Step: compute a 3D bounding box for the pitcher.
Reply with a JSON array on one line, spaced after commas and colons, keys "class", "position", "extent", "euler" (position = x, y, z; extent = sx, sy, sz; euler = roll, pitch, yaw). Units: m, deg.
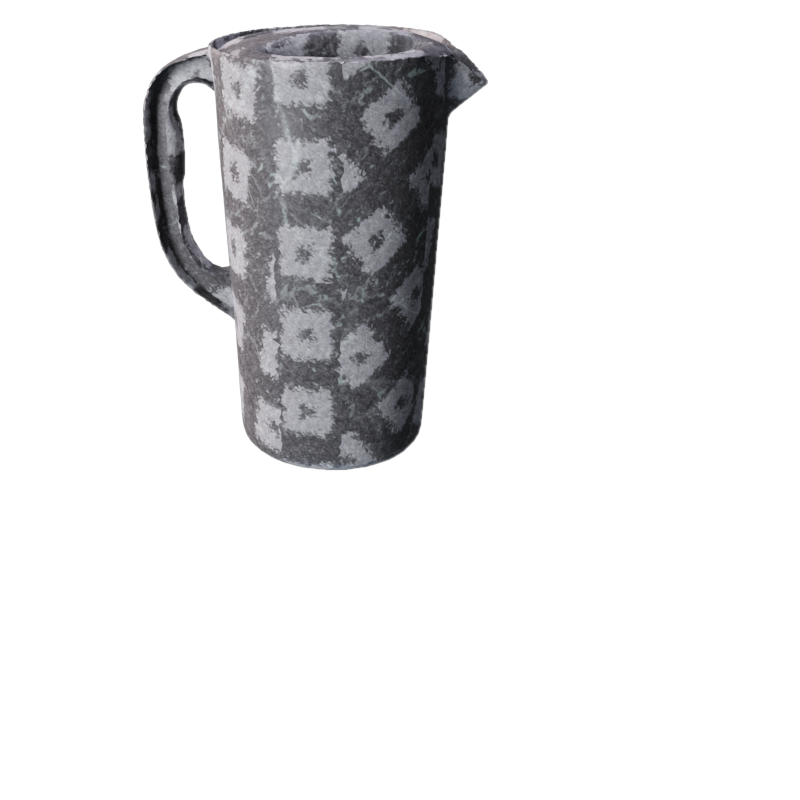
[{"class": "pitcher", "position": [-0.050, -0.090, 0.633], "extent": [0.142, 0.232, 0.159], "euler": [-15, 27, -37]}]
